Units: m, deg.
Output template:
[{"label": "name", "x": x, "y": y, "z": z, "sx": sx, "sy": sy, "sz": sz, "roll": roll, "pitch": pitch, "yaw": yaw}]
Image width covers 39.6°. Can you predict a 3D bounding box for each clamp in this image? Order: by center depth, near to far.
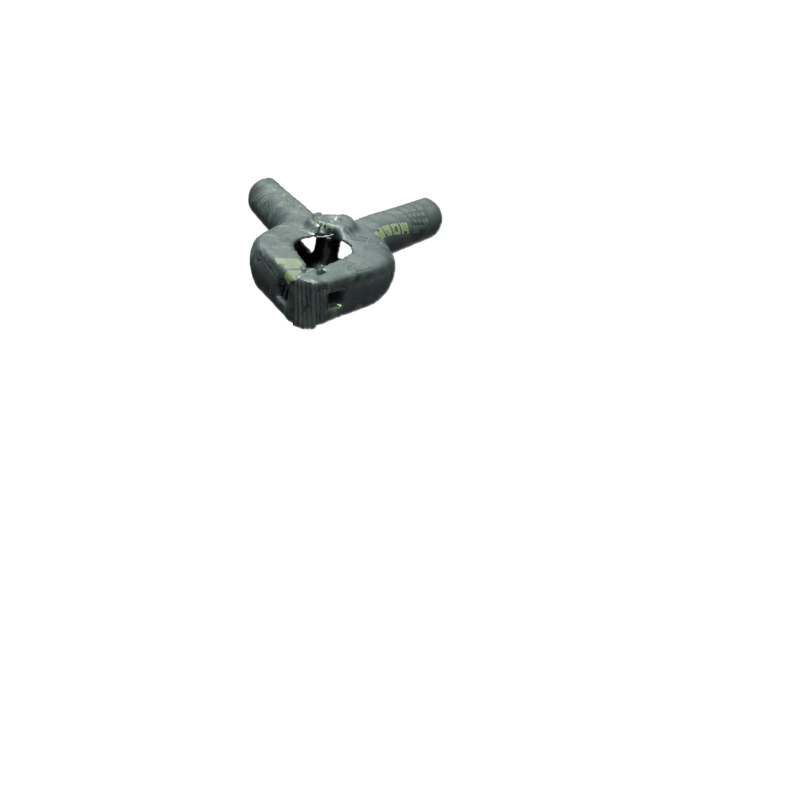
[{"label": "clamp", "x": -0.049, "y": -0.090, "z": 0.632, "sx": 0.123, "sy": 0.037, "sz": 0.176, "roll": 6, "pitch": 25, "yaw": 13}]
